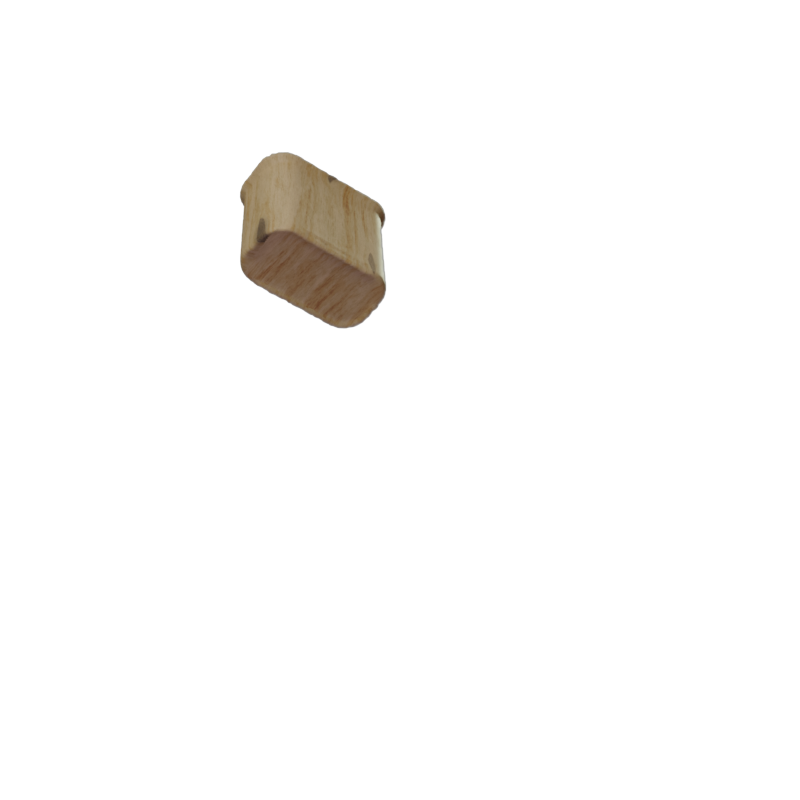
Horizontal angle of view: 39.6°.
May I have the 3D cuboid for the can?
[{"bbox_3d":[-0.058,-0.106,0.742,0.097,0.090,0.056,27,-55,-23],"label":"can"}]
